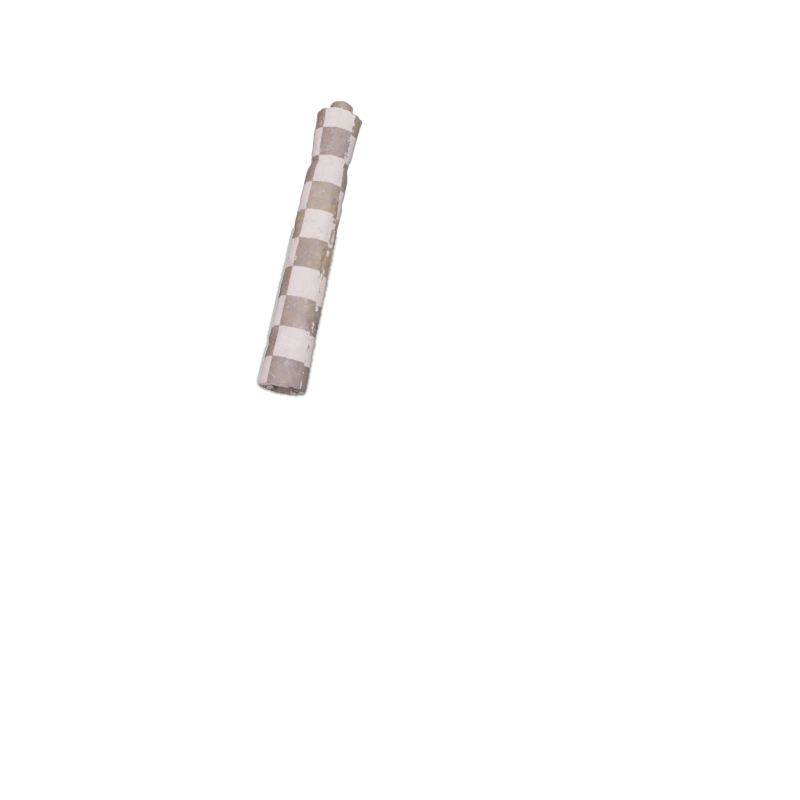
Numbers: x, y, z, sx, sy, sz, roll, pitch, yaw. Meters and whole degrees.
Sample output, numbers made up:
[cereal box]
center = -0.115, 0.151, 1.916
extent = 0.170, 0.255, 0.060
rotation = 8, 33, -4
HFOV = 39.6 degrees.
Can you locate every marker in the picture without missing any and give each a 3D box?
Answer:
[marker]
center = -0.034, -0.063, 0.438
extent = 0.020, 0.125, 0.019
rotation = 10, -17, 0
